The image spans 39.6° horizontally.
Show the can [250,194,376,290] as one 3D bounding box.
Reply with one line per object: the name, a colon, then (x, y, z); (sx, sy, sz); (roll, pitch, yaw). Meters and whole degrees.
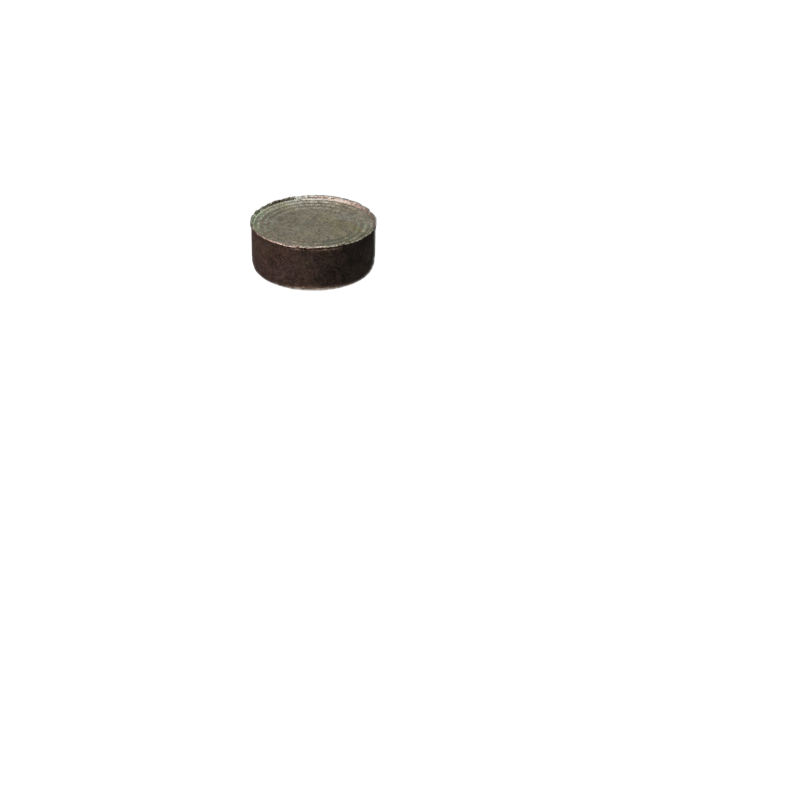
can: (-0.059, -0.108, 0.756); (0.086, 0.032, 0.091); (-1, 31, -2)
